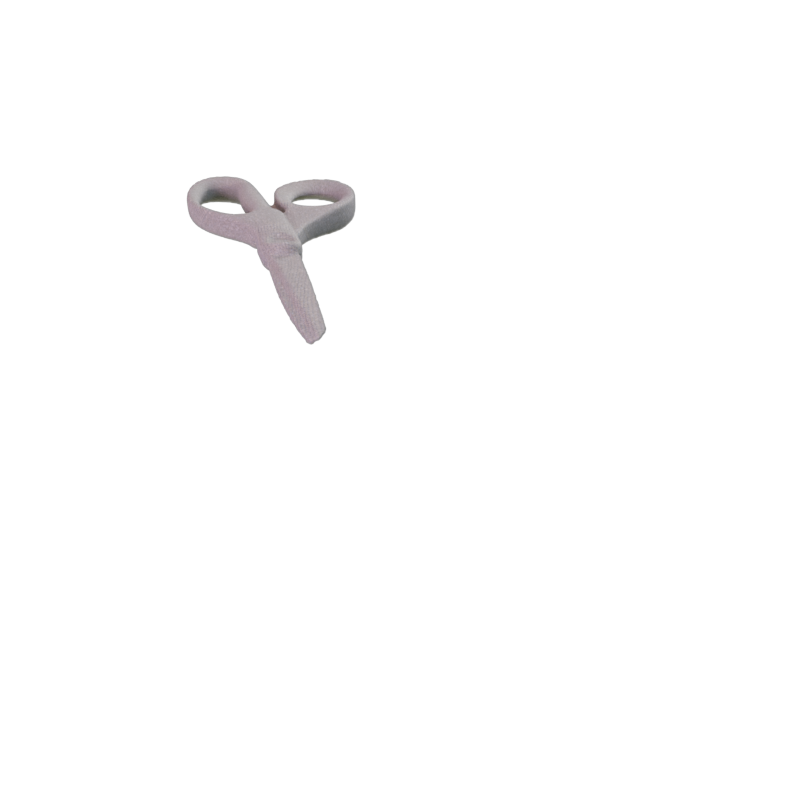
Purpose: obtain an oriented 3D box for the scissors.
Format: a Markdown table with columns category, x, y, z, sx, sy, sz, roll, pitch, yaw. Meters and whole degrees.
| category | x | y | z | sx | sy | sz | roll | pitch | yaw |
| --- | --- | --- | --- | --- | --- | --- | --- | --- | --- |
| scissors | -0.041 | -0.075 | 0.524 | 0.094 | 0.015 | 0.216 | -13 | 30 | -24 |
